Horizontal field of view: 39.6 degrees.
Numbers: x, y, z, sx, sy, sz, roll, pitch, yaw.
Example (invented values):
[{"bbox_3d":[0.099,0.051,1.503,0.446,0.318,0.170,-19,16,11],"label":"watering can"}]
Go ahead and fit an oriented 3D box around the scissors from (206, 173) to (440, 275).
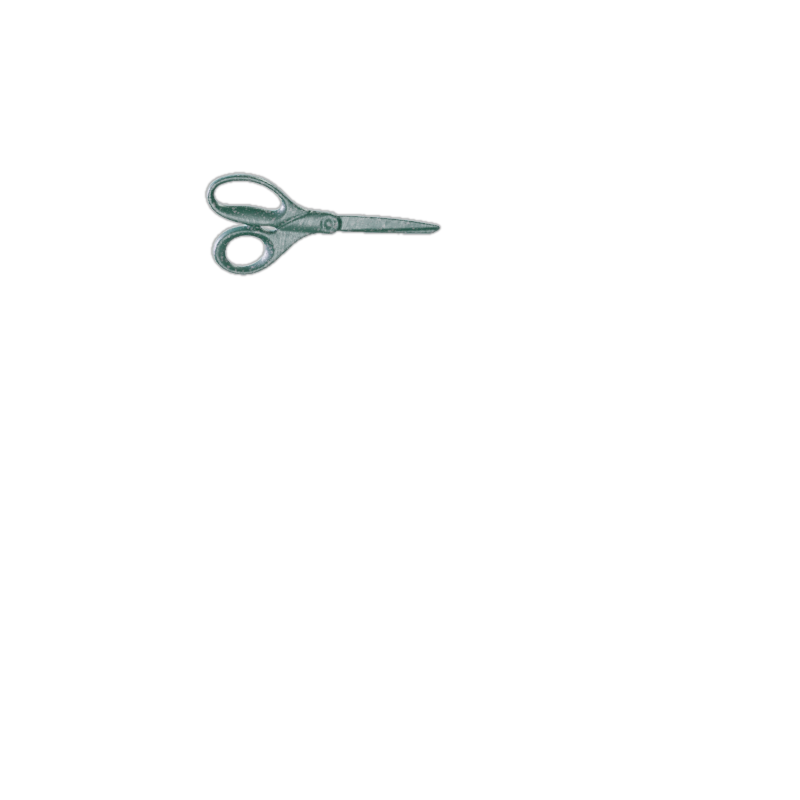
[{"bbox_3d":[-0.075,-0.137,0.962,0.200,0.094,0.016,18,10,-3],"label":"scissors"}]
